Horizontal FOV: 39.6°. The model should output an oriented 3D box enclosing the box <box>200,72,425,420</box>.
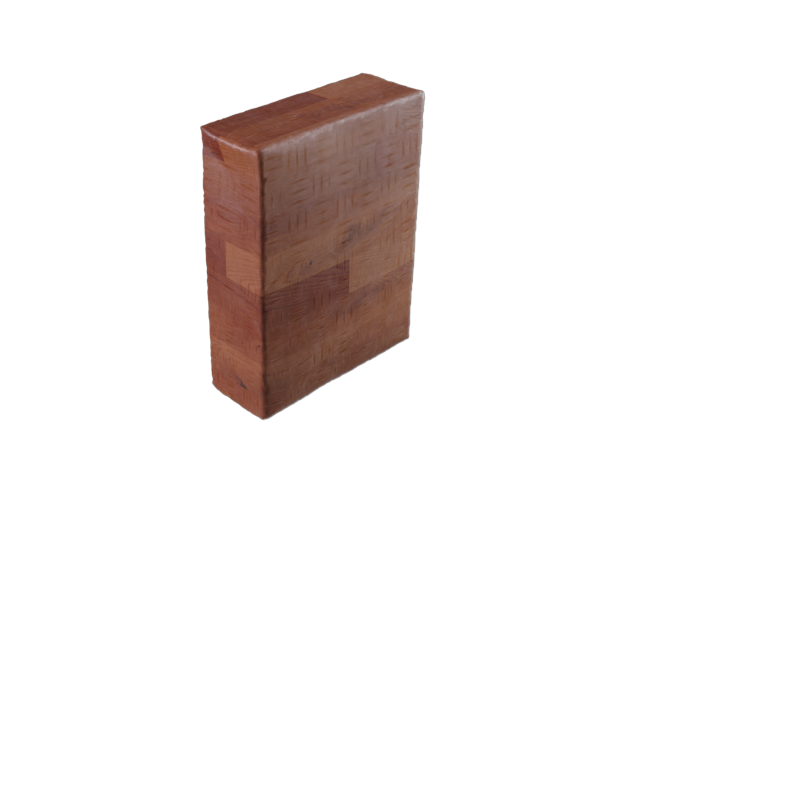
[{"bbox_3d":[-0.064,-0.117,0.818,0.076,0.201,0.164,26,38,35],"label":"box"}]
